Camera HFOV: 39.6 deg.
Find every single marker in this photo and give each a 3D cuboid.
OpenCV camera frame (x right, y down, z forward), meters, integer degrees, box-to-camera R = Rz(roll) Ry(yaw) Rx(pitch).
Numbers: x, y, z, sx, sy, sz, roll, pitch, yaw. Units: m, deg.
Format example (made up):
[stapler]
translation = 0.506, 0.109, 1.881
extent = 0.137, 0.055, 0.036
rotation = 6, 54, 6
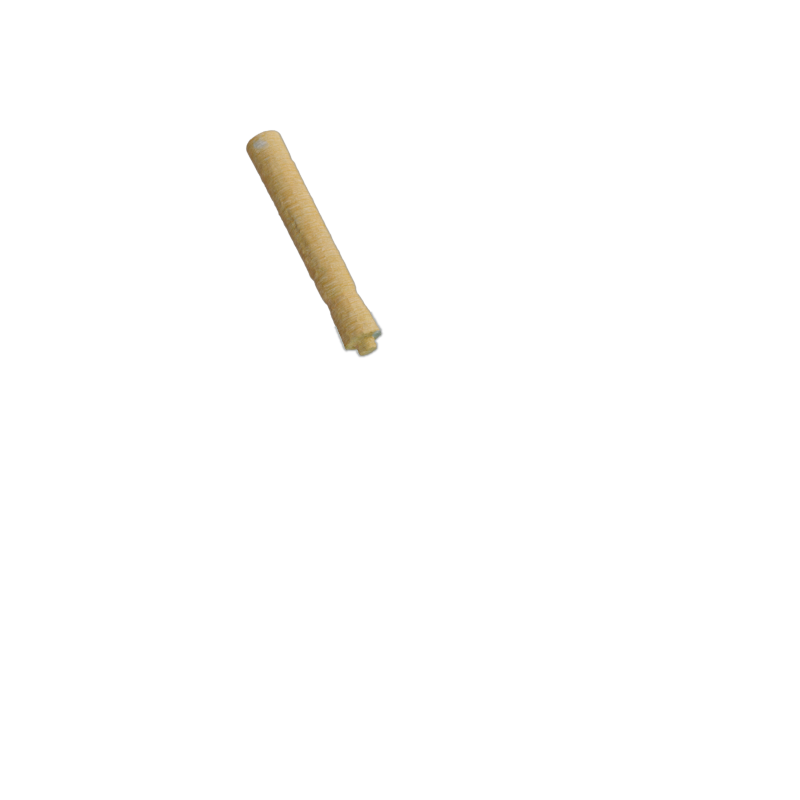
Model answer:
[marker]
translation = -0.041, -0.075, 0.524
extent = 0.020, 0.128, 0.019
rotation = -23, -22, -10
